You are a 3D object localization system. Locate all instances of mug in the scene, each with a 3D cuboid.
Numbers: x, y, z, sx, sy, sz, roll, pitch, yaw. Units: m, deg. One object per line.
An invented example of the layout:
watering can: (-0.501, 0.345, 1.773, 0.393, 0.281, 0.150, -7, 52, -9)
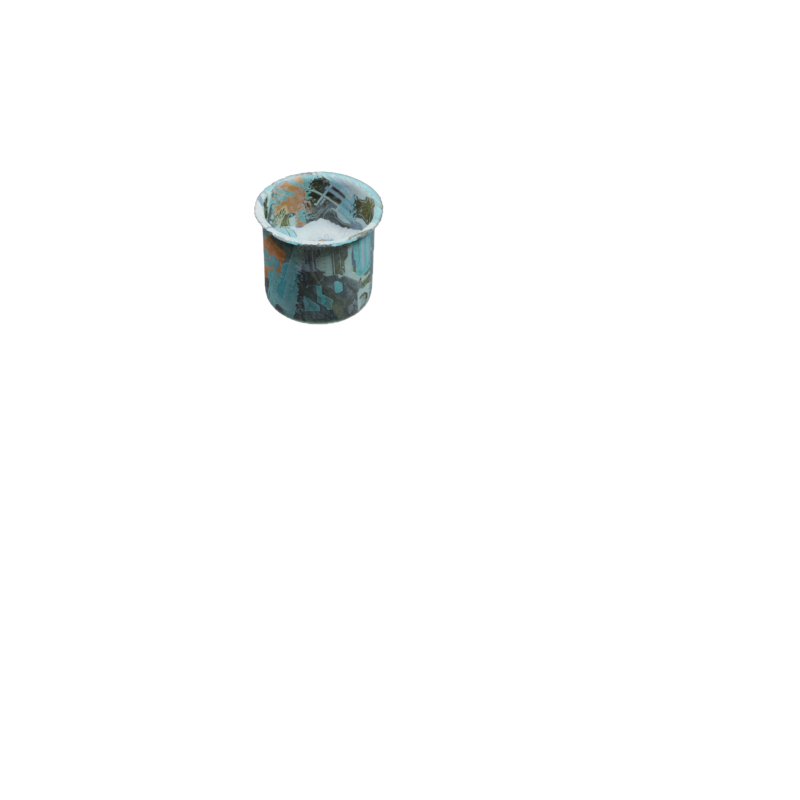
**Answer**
mug: (-0.065, -0.118, 0.829, 0.092, 0.076, 0.127, -13, 43, -17)
